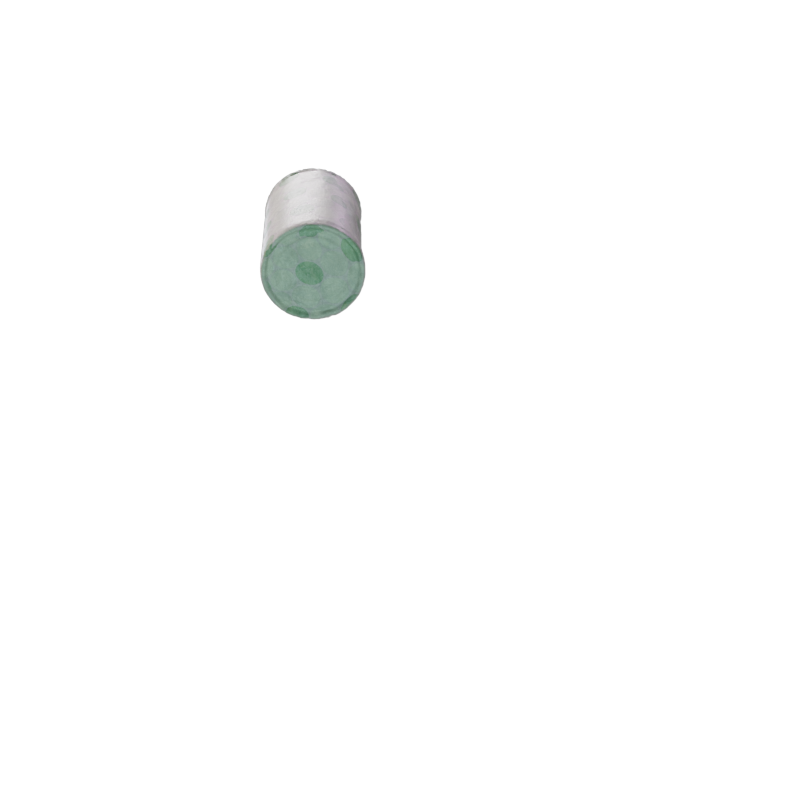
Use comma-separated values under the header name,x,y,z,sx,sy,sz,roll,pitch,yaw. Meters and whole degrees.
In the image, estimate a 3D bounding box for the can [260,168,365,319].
name,x,y,z,sx,sy,sz,roll,pitch,yaw
can,-0.057,-0.105,0.732,0.068,0.065,0.108,0,28,-3
